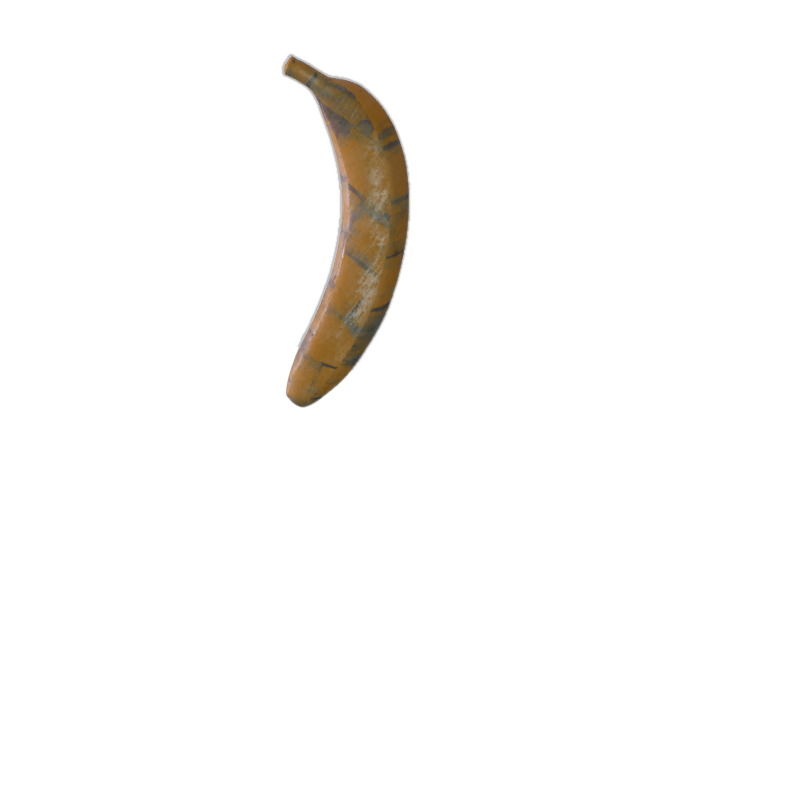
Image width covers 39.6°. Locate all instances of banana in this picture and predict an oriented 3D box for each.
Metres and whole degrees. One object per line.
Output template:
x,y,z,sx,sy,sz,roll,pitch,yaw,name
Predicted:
-0.030,-0.092,0.615,0.069,0.192,0.038,0,13,-1,banana
